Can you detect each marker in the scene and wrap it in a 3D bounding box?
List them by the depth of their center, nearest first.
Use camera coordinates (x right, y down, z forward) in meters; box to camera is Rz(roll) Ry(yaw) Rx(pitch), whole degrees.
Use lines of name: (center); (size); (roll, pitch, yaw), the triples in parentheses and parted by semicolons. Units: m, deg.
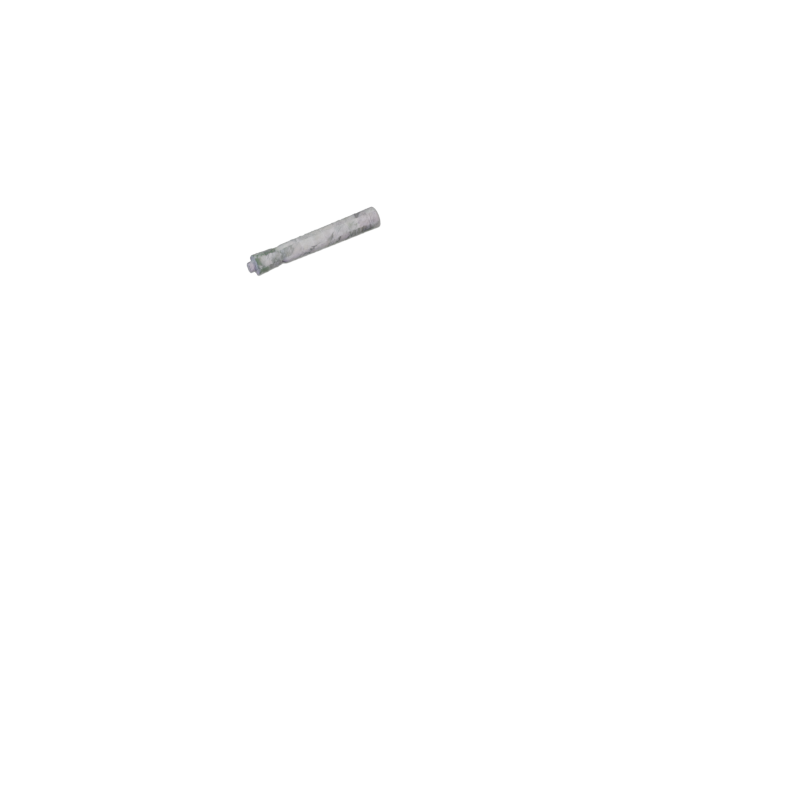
marker: (-0.073, -0.133, 0.935); (0.120, 0.019, 0.020); (-25, 12, -17)
